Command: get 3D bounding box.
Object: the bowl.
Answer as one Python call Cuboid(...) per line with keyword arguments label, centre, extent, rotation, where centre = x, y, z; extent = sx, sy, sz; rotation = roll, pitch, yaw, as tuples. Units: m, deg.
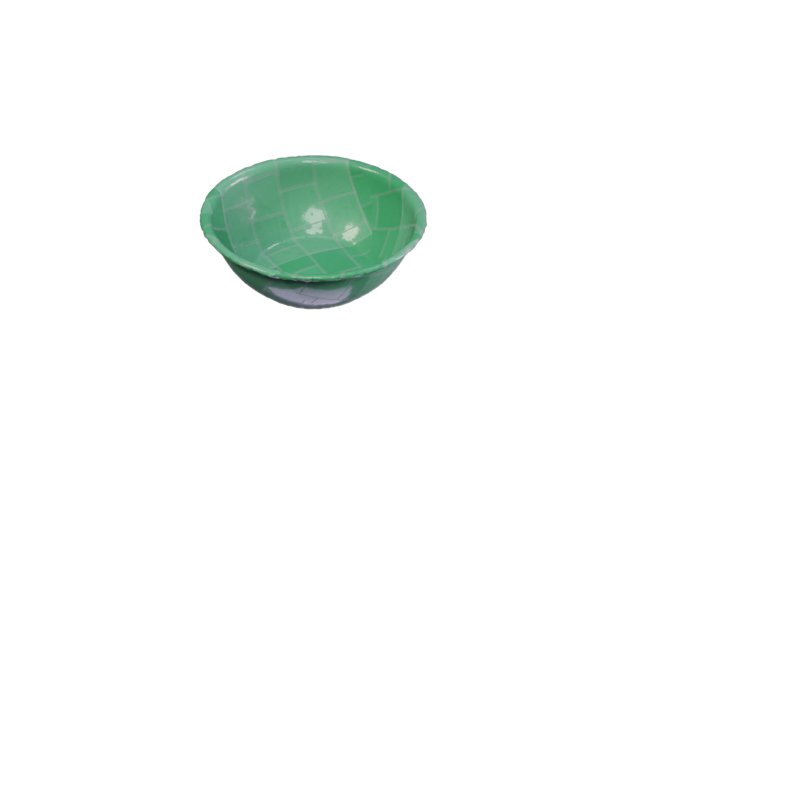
Cuboid(label="bowl", centre=(-0.063, -0.115, 0.804), extent=(0.162, 0.051, 0.174), rotation=(-1, 40, -2))
